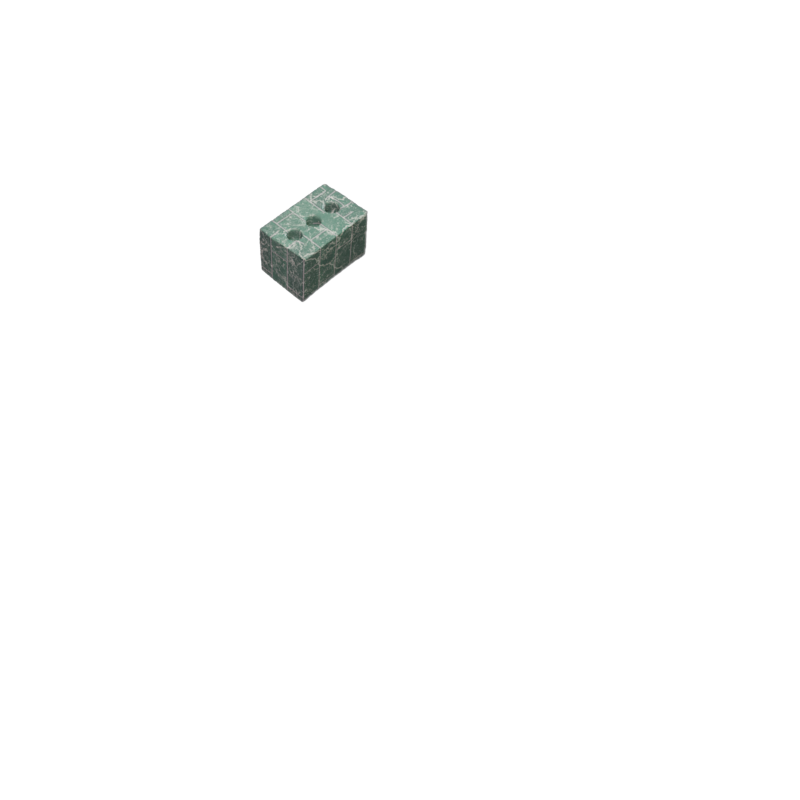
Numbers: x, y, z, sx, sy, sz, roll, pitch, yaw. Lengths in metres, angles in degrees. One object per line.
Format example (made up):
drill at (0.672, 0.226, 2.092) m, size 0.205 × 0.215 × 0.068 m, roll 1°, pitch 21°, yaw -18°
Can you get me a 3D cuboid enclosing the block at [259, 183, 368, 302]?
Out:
block at (-0.072, -0.131, 0.921) m, size 0.056 × 0.048 × 0.079 m, roll 35°, pitch 58°, yaw 24°
